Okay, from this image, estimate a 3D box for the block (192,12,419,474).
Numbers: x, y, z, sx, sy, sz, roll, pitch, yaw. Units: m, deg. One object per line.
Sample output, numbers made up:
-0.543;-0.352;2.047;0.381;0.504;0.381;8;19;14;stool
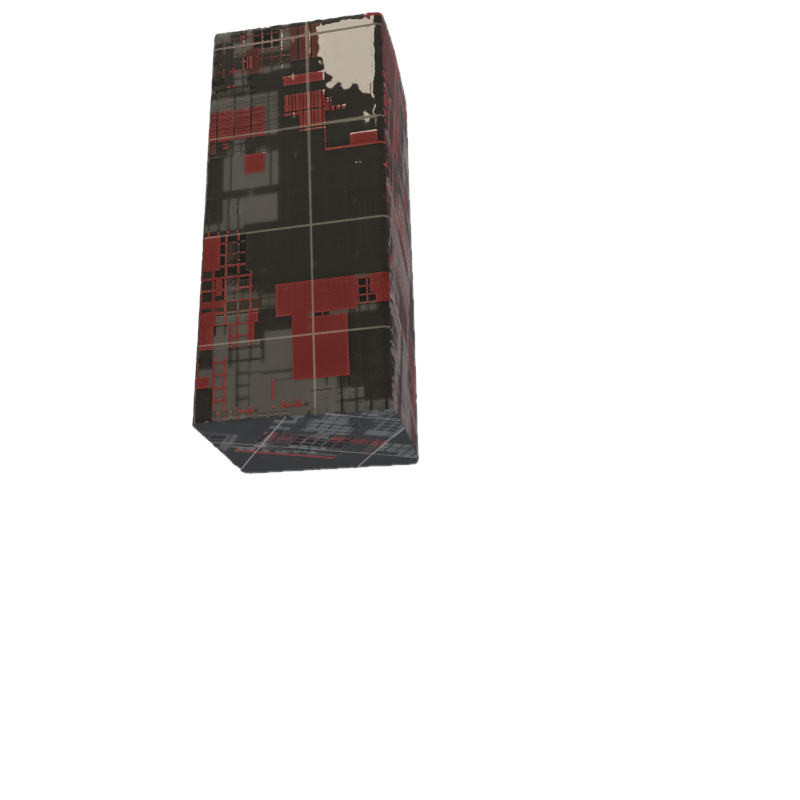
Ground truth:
-0.043;-0.078;0.550;0.092;0.218;0.084;-6;-24;9;block
